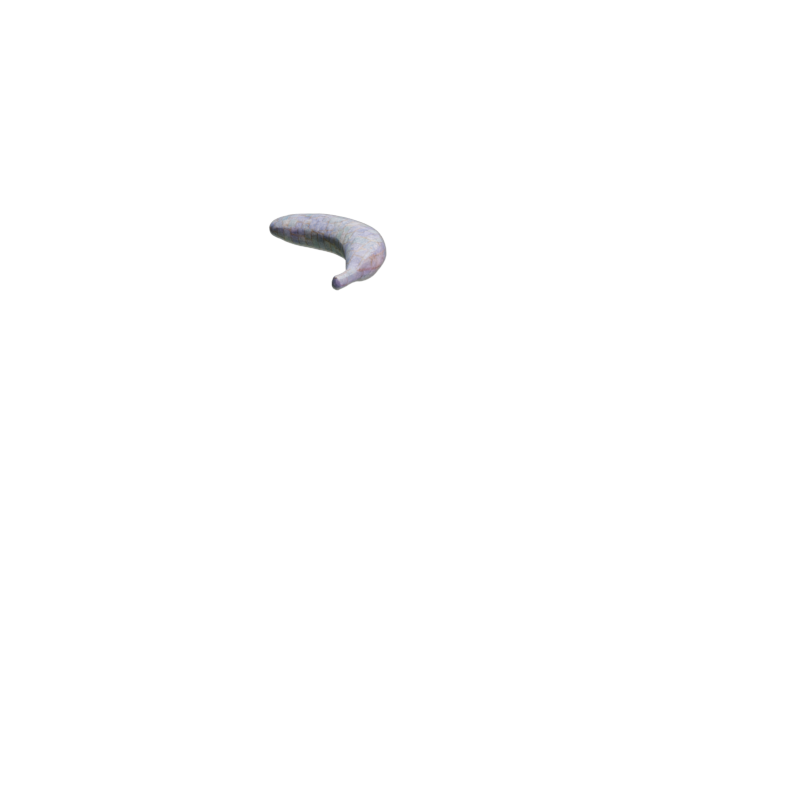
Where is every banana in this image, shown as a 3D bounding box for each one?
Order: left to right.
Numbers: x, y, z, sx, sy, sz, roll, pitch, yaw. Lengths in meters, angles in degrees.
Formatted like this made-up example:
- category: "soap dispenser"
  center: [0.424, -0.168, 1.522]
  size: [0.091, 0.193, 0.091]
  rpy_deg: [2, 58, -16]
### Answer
- category: "banana"
  center: [-0.059, -0.142, 0.993]
  size: [0.068, 0.035, 0.210]
  rpy_deg: [-7, 21, -20]
